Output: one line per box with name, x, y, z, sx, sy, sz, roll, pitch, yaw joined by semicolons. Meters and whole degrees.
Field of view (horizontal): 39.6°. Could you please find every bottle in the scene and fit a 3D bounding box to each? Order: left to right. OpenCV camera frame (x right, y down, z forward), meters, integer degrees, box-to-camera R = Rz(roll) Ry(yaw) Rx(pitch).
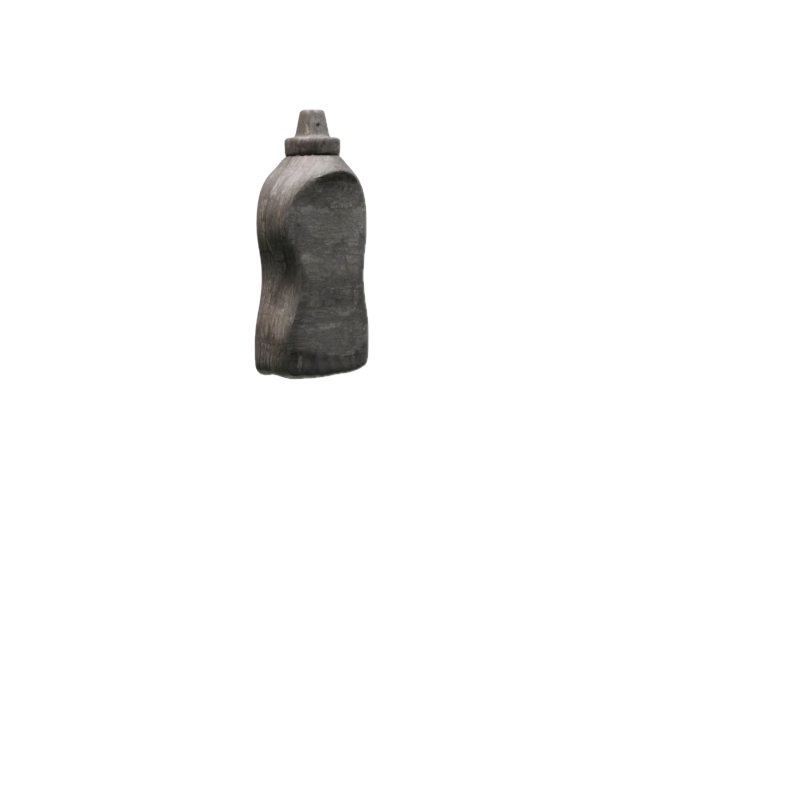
bottle;-0.064;-0.116;0.811;0.061;0.190;0.093;3;5;42
